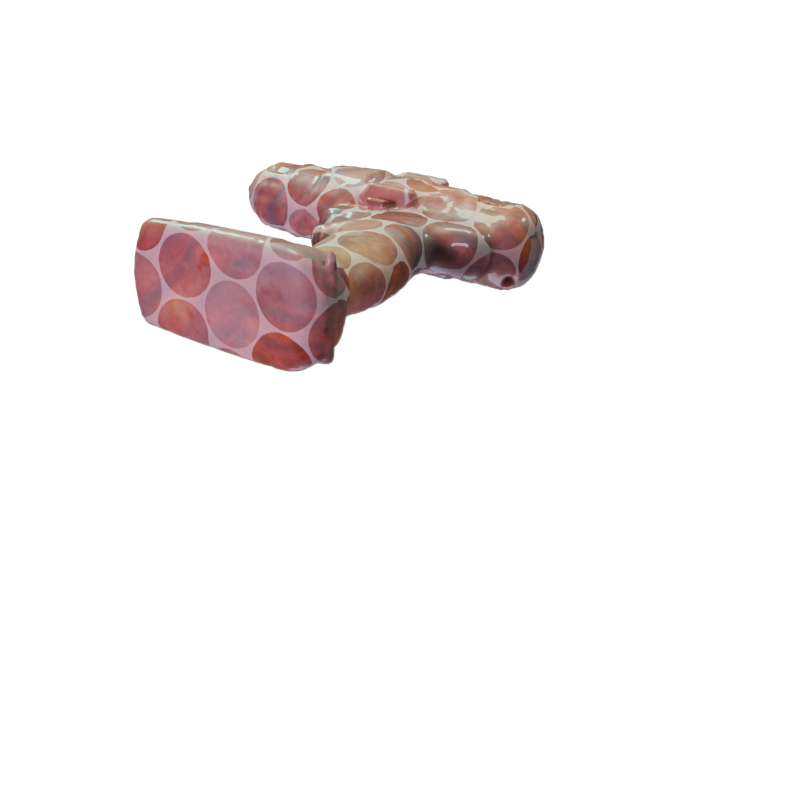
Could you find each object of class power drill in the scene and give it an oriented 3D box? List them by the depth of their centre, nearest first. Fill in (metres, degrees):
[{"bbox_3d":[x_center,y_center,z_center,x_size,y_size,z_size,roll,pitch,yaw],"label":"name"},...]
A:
[{"bbox_3d":[-0.044,-0.081,0.566,0.194,0.055,0.187,15,27,31],"label":"power drill"}]
